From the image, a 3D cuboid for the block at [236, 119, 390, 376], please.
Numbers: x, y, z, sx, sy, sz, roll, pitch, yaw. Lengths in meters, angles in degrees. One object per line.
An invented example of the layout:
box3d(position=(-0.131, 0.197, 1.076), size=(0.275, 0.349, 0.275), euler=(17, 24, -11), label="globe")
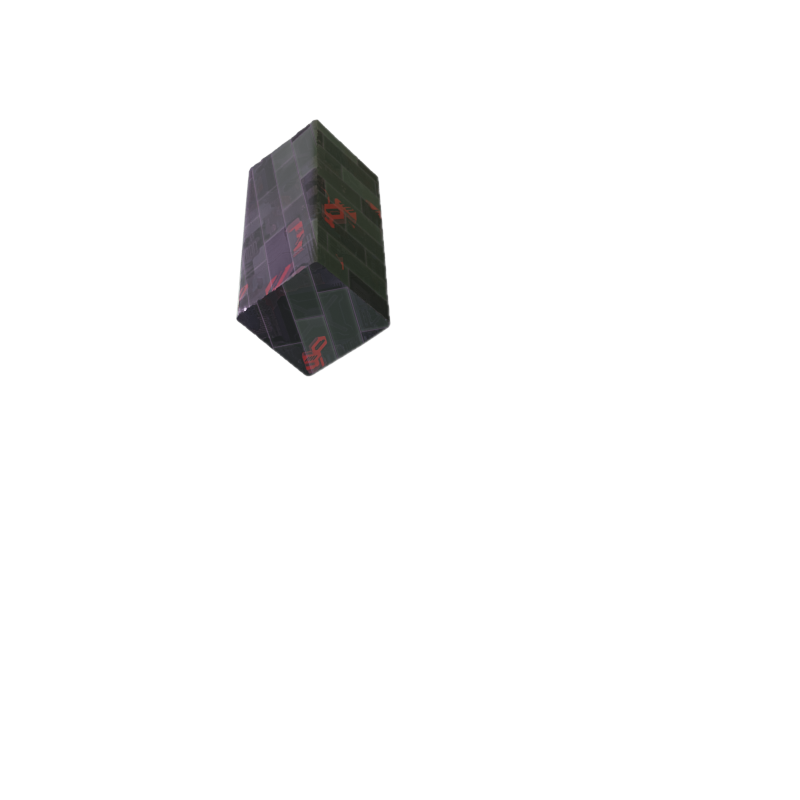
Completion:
box3d(position=(-0.075, -0.135, 0.949), size=(0.090, 0.221, 0.085), euler=(-33, -54, 24), label="block")
